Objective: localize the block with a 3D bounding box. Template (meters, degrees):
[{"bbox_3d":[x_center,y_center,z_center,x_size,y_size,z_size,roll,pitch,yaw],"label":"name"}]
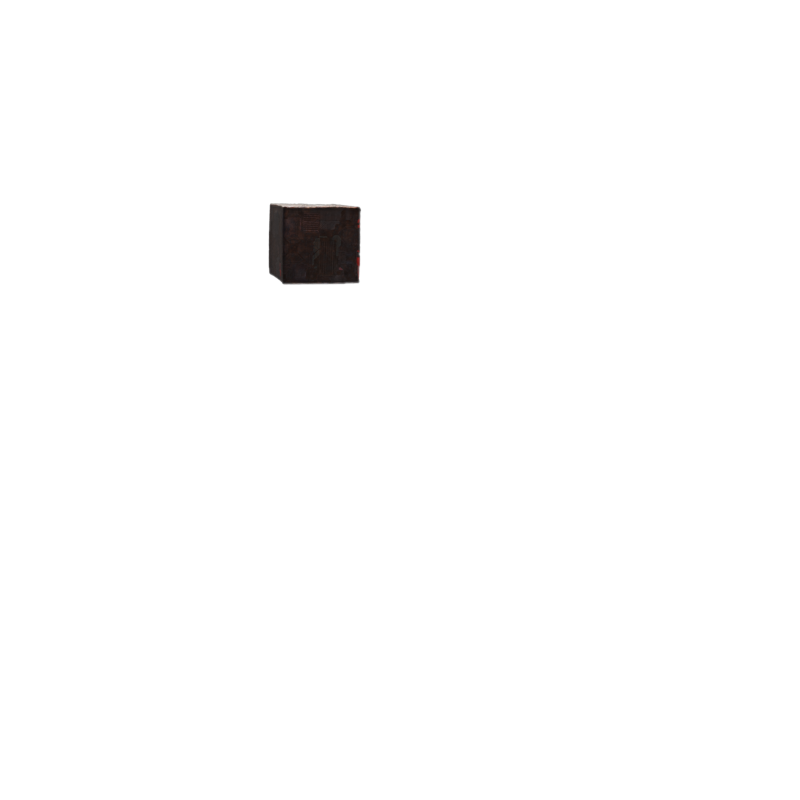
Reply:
[{"bbox_3d":[-0.059,-0.107,0.751,0.052,0.050,0.080,-1,9,-13],"label":"block"}]
